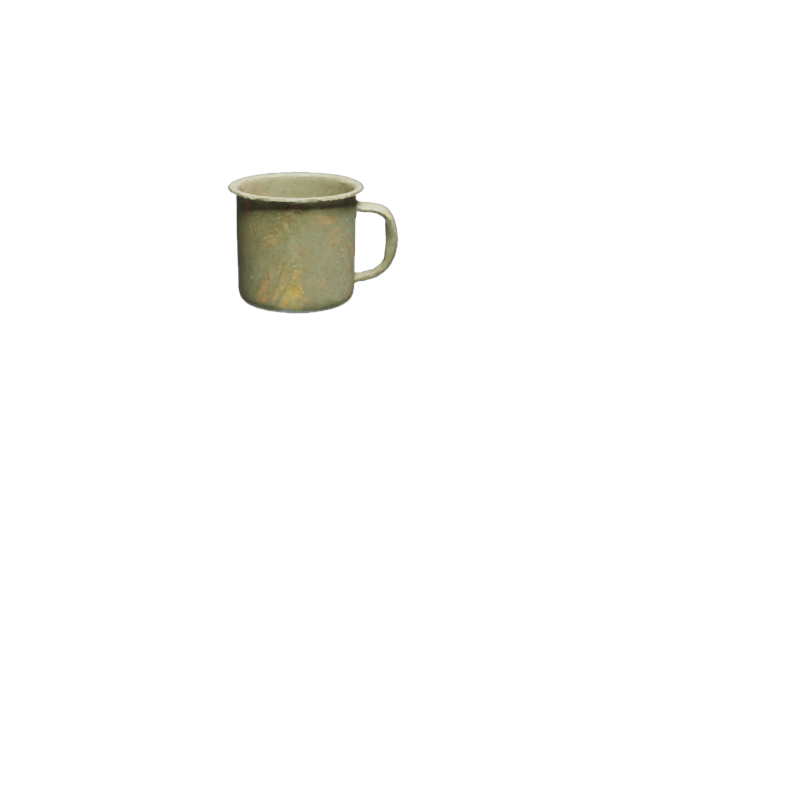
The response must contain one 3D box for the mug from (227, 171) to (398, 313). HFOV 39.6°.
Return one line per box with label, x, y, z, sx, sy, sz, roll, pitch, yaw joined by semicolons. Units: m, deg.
mug;-0.060;-0.110;0.770;0.117;0.078;0.097;0;19;-2
